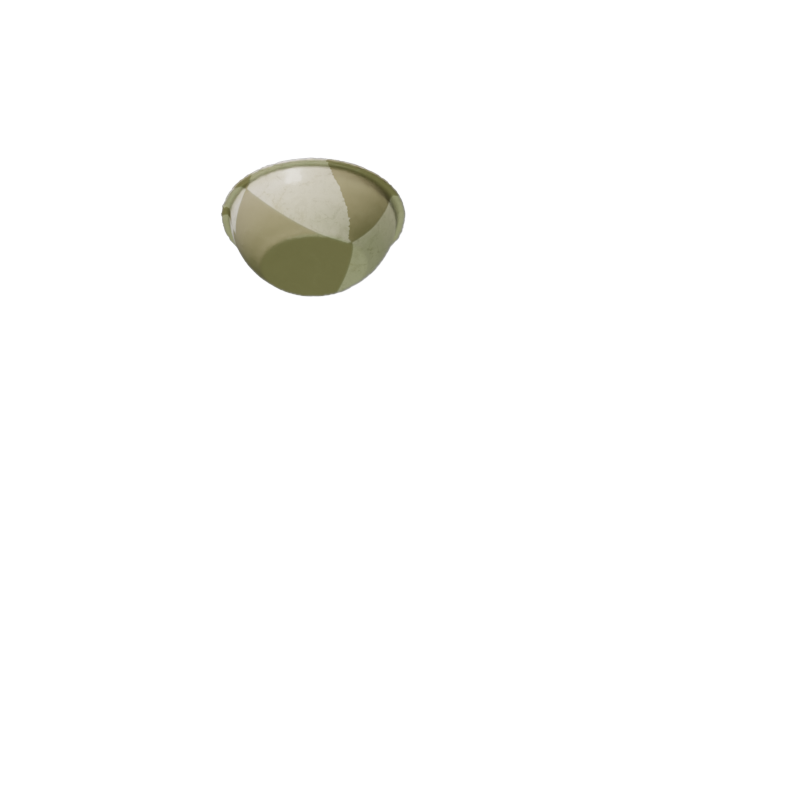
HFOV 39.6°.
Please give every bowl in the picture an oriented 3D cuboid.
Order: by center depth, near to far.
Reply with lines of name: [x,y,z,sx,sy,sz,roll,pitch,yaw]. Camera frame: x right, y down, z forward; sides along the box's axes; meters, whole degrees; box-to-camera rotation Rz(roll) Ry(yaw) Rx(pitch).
bowl: [-0.075,-0.137,0.961,0.162,0.059,0.152,1,-32,-2]
